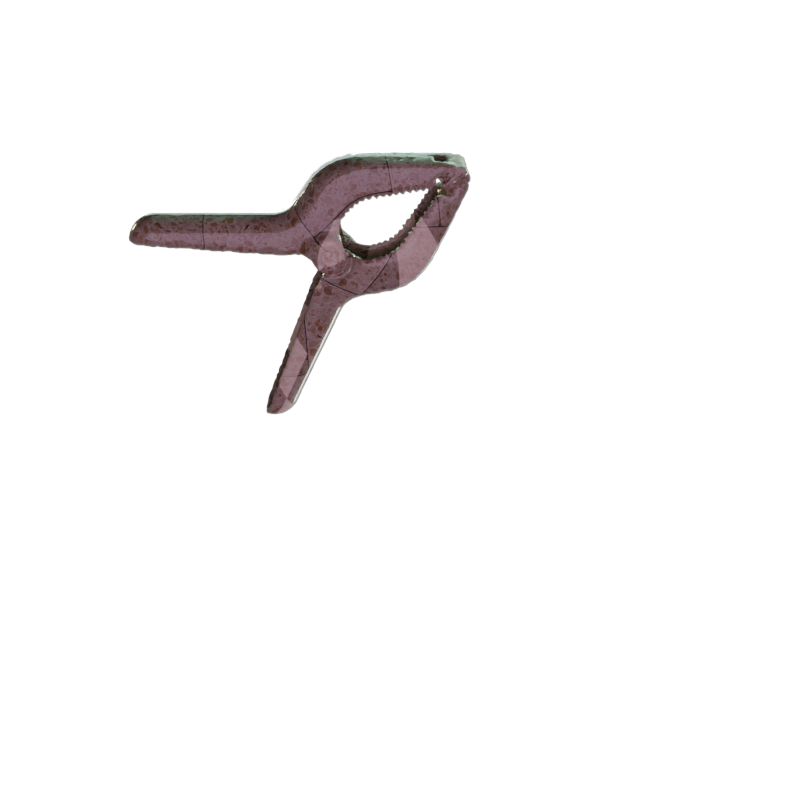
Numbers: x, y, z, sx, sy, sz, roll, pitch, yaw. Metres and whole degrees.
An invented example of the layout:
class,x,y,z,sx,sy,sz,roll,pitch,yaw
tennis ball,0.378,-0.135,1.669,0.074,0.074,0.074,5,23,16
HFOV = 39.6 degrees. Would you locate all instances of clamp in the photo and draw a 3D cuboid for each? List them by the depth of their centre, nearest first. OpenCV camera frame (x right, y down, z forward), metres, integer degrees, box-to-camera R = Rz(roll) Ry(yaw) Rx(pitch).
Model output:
class,x,y,z,sx,sy,sz,roll,pitch,yaw
clamp,-0.055,-0.100,0.700,0.209,0.157,0.038,-36,21,16
